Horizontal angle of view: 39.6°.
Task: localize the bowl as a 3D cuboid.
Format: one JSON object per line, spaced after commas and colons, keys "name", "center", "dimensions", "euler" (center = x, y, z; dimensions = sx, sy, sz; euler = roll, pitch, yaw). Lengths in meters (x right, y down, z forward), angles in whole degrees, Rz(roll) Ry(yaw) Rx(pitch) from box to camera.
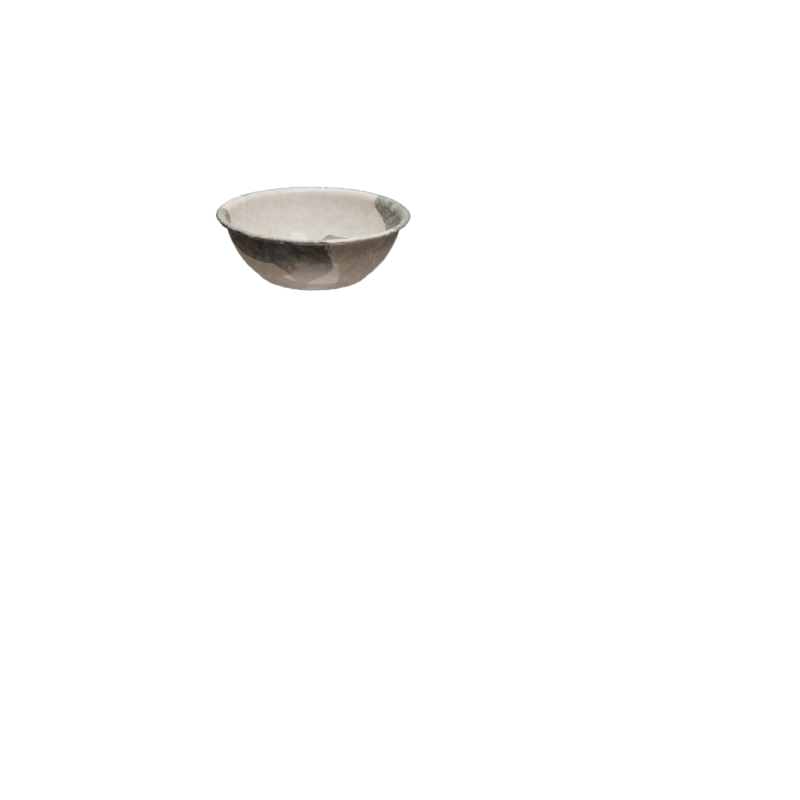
{"name": "bowl", "center": [-0.073, -0.133, 0.931], "dimensions": [0.162, 0.052, 0.170], "euler": [-1, 25, -2]}
